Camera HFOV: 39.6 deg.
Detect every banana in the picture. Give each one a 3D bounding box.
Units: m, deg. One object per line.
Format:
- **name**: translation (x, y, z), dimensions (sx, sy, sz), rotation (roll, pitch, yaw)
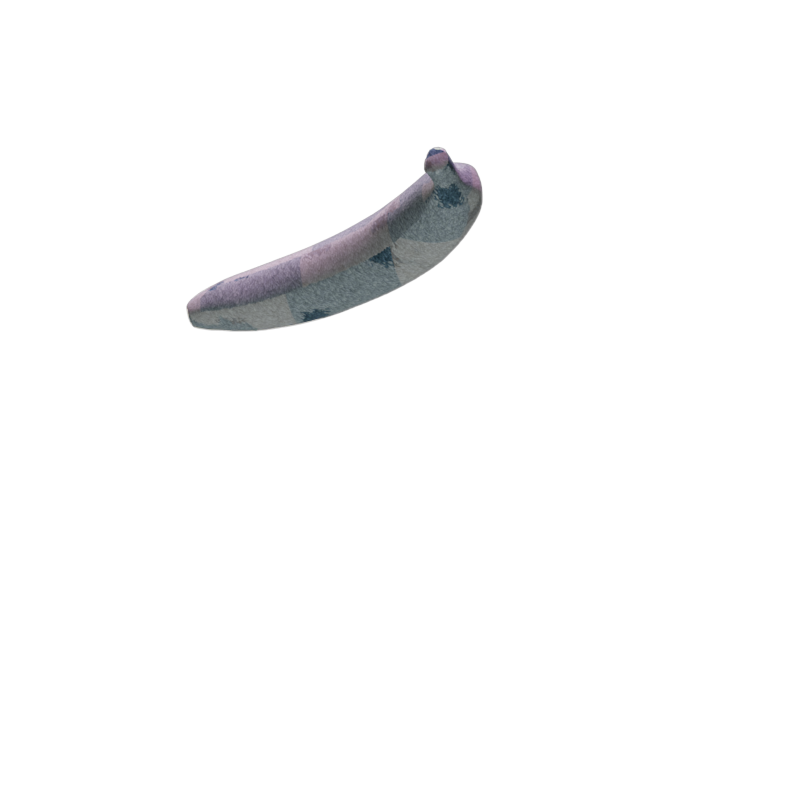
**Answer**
- **banana**: translation (-0.025, -0.073, 0.538), dimensions (0.066, 0.039, 0.197), rotation (20, -32, -37)
